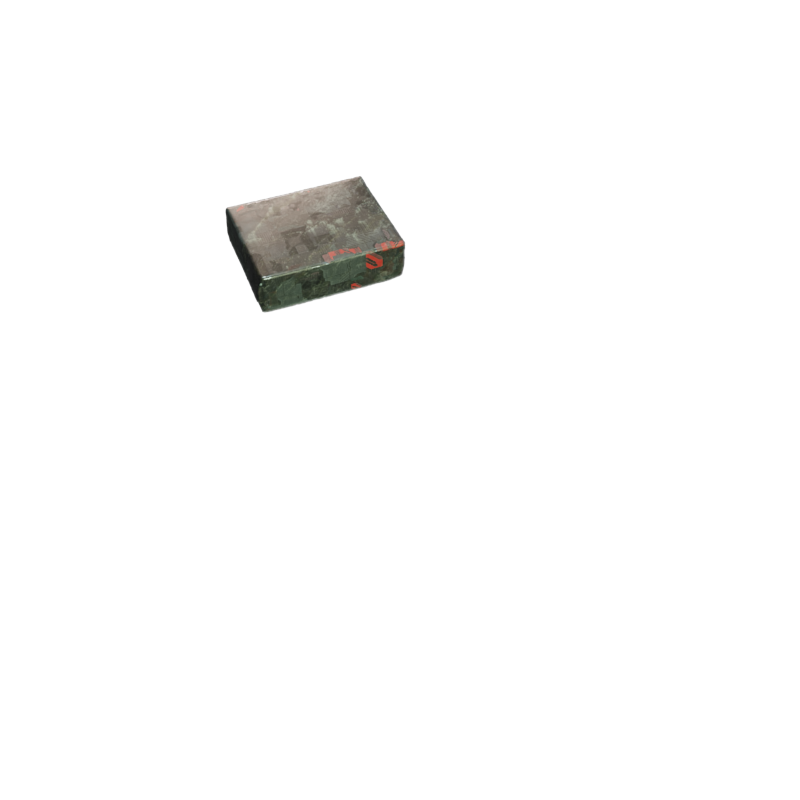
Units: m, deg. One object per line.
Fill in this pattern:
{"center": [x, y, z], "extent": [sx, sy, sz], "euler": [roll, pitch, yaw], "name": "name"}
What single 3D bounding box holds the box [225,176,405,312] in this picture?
{"center": [-0.064, -0.118, 0.824], "extent": [0.112, 0.036, 0.097], "euler": [-15, 46, -15], "name": "box"}
